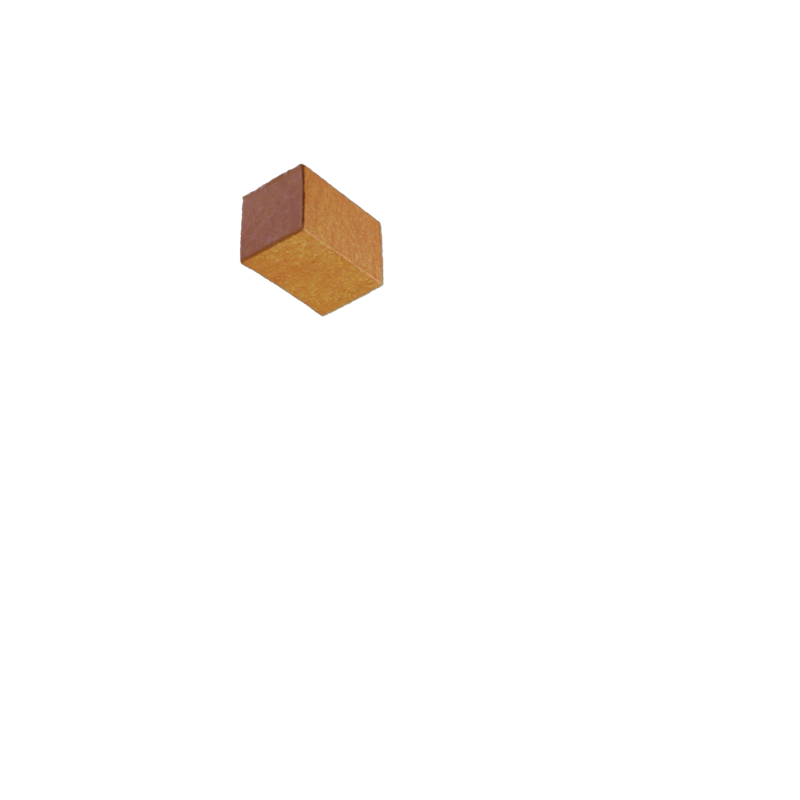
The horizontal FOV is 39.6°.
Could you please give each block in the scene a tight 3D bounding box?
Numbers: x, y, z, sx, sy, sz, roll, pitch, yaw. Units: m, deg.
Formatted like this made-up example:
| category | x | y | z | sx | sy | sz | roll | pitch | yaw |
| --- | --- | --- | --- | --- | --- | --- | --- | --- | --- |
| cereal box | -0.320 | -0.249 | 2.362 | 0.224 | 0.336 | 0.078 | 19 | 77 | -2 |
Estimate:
| category | x | y | z | sx | sy | sz | roll | pitch | yaw |
| --- | --- | --- | --- | --- | --- | --- | --- | --- | --- |
| block | -0.053 | -0.097 | 0.683 | 0.053 | 0.055 | 0.073 | -25 | -41 | 31 |
